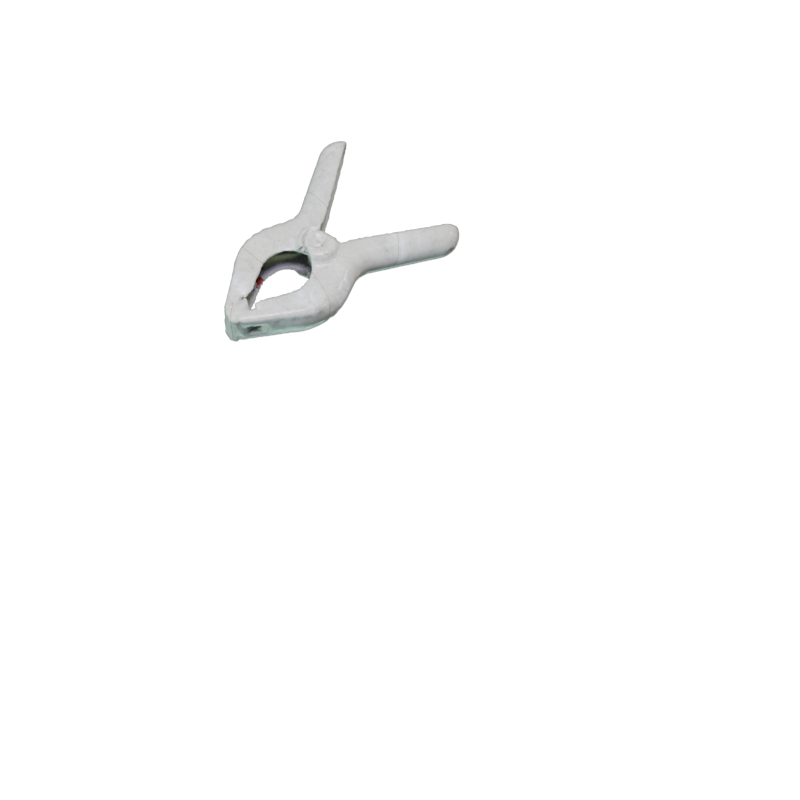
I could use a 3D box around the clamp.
[{"bbox_3d":[-0.059,-0.107,0.752,0.172,0.037,0.128,-32,58,-23],"label":"clamp"}]
